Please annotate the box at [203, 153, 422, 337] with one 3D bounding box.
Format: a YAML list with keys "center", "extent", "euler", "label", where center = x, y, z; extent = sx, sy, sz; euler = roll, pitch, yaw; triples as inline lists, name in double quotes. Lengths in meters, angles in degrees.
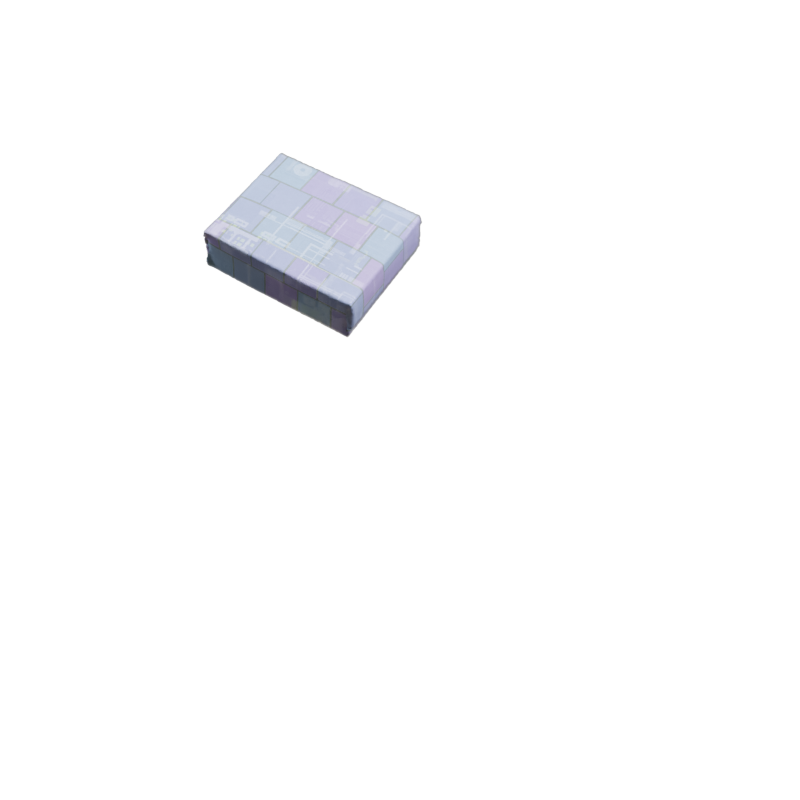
- center: [-0.056, -0.103, 0.719]
  extent: [0.118, 0.036, 0.092]
  euler: [25, 53, 20]
  label: "box"
